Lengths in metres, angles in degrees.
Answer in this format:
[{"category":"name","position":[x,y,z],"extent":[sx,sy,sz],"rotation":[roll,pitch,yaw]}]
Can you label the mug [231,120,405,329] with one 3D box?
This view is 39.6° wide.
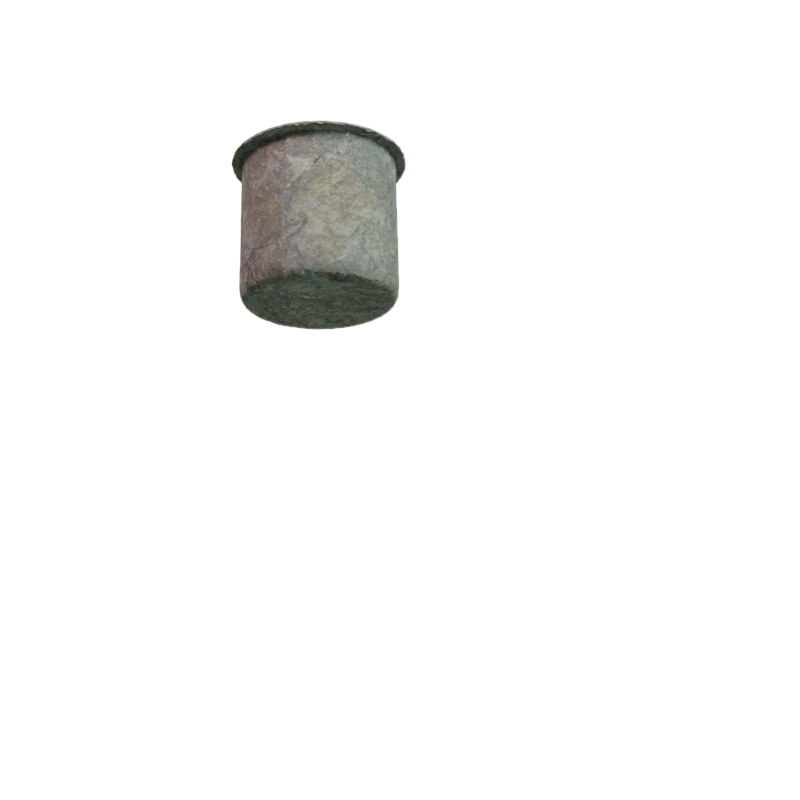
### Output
[{"category":"mug","position":[-0.046,-0.084,0.588],"extent":[0.091,0.086,0.114],"rotation":[6,-21,-17]}]
